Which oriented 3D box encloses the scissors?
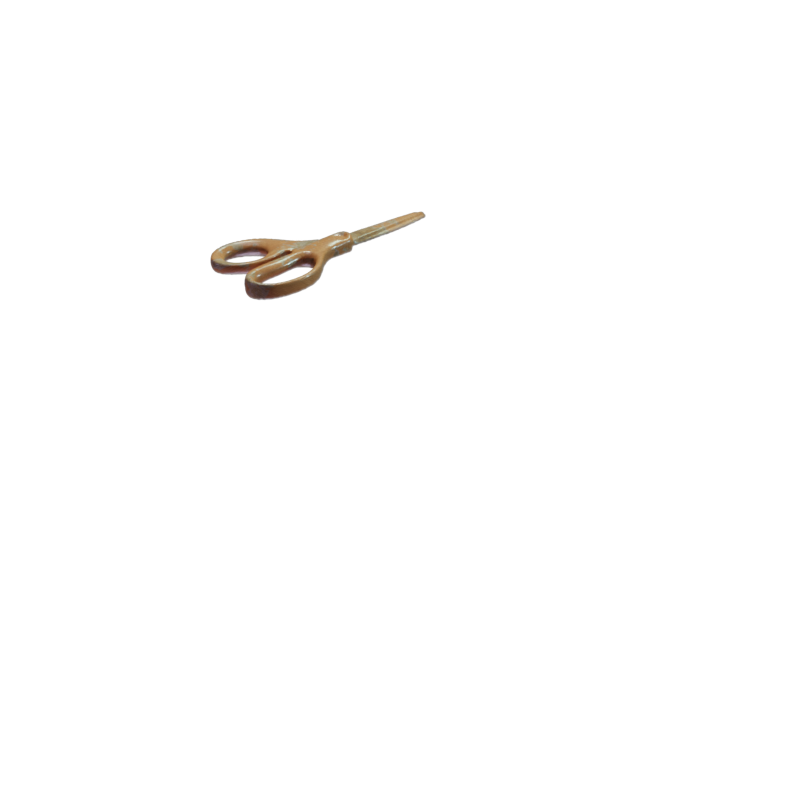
[{"bbox_3d":[-0.068,-0.124,0.867,0.101,0.015,0.204,15,32,25],"label":"scissors"}]
